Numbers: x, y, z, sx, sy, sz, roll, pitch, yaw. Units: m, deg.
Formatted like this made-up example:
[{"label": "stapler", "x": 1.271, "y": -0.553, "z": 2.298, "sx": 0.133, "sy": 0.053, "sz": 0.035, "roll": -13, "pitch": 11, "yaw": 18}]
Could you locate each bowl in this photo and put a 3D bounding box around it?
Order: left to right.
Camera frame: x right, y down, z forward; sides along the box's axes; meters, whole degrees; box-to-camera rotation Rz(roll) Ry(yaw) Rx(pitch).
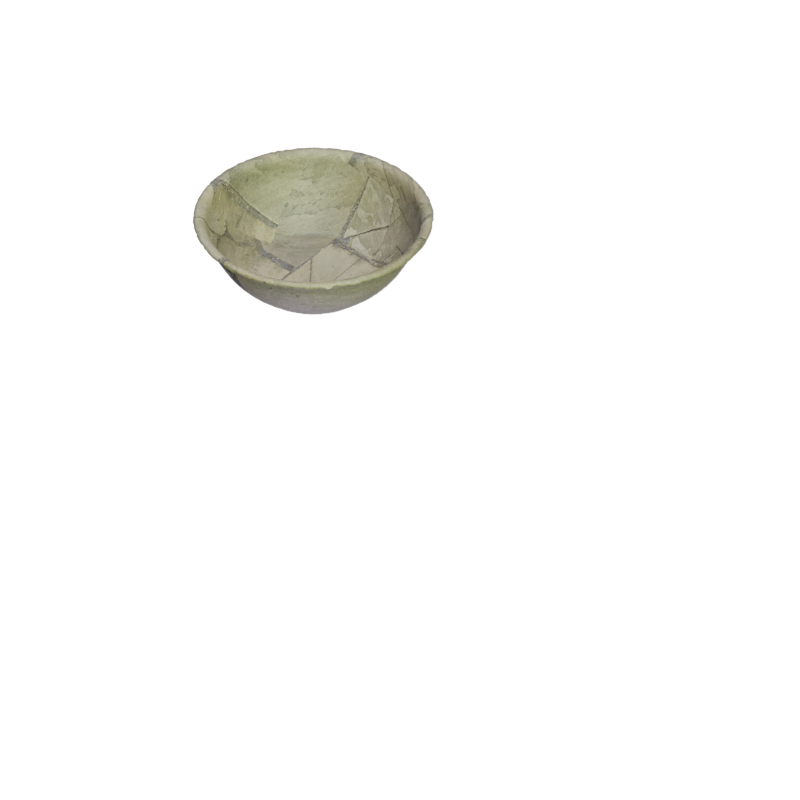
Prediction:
[{"label": "bowl", "x": -0.060, "y": -0.109, "z": 0.761, "sx": 0.162, "sy": 0.051, "sz": 0.174, "roll": -1, "pitch": 42, "yaw": -2}]
